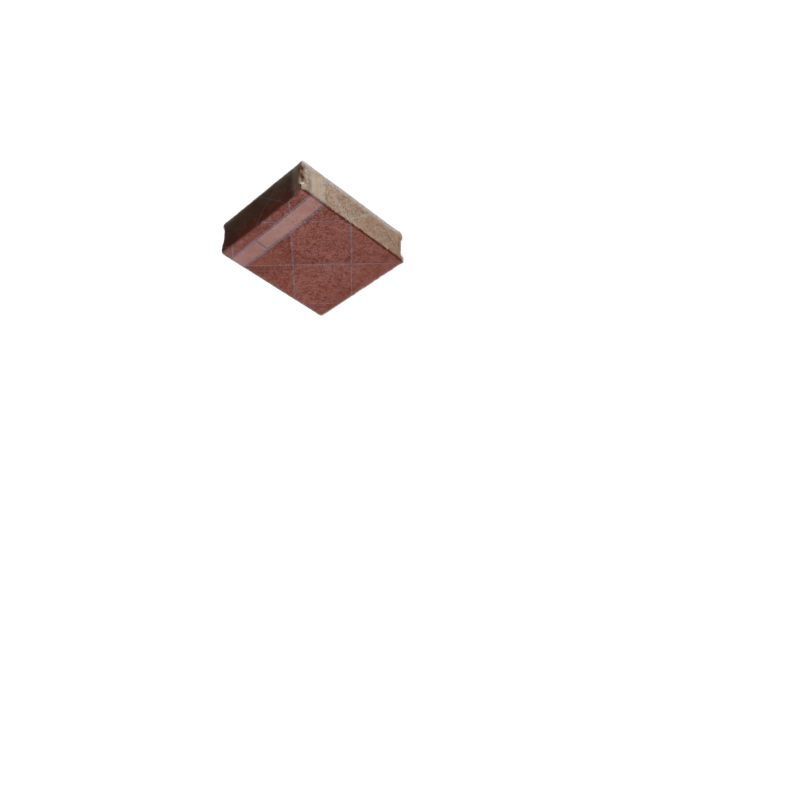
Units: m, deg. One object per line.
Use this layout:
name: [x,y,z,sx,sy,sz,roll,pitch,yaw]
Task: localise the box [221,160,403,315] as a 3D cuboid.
box: [-0.054,-0.098,0.687,0.084,0.032,0.072,33,-51,-32]
